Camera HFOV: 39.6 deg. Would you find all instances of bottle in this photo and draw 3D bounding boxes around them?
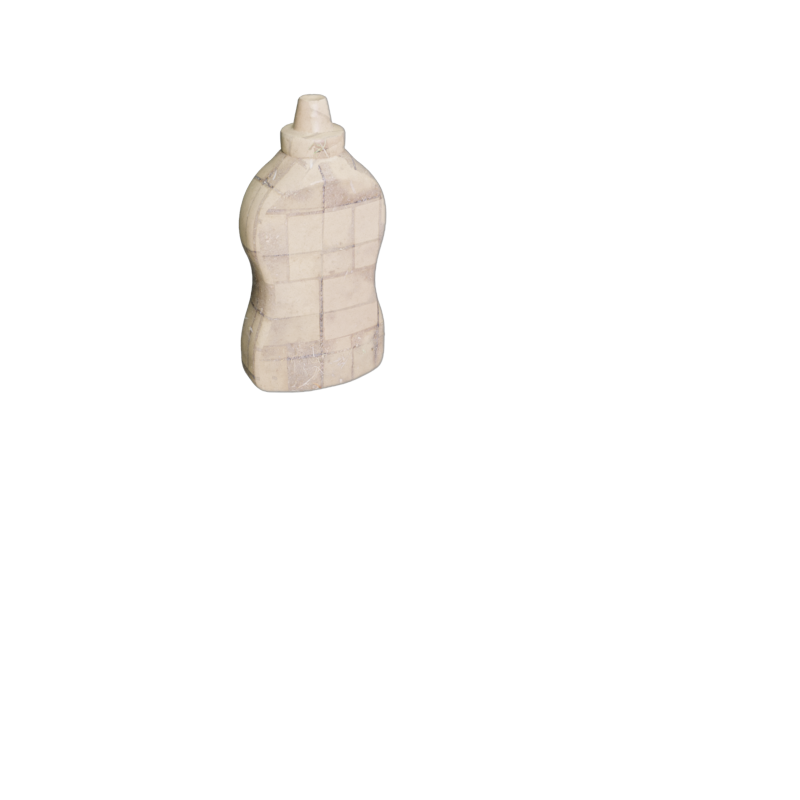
[{"bbox_3d":[-0.056,-0.102,0.716,0.094,0.182,0.063,-9,27,-22],"label":"bottle"}]
